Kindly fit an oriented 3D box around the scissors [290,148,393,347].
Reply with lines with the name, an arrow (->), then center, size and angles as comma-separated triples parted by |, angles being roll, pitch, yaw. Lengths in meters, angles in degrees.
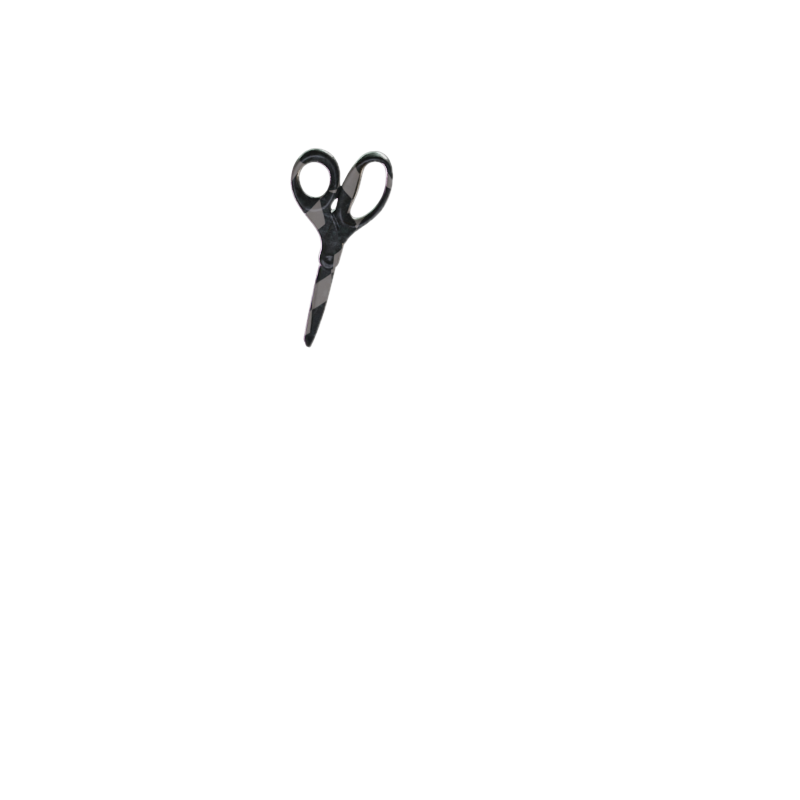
scissors -> -0.077, -0.140, 0.982 | 0.093, 0.196, 0.017 | 26, 26, -14
